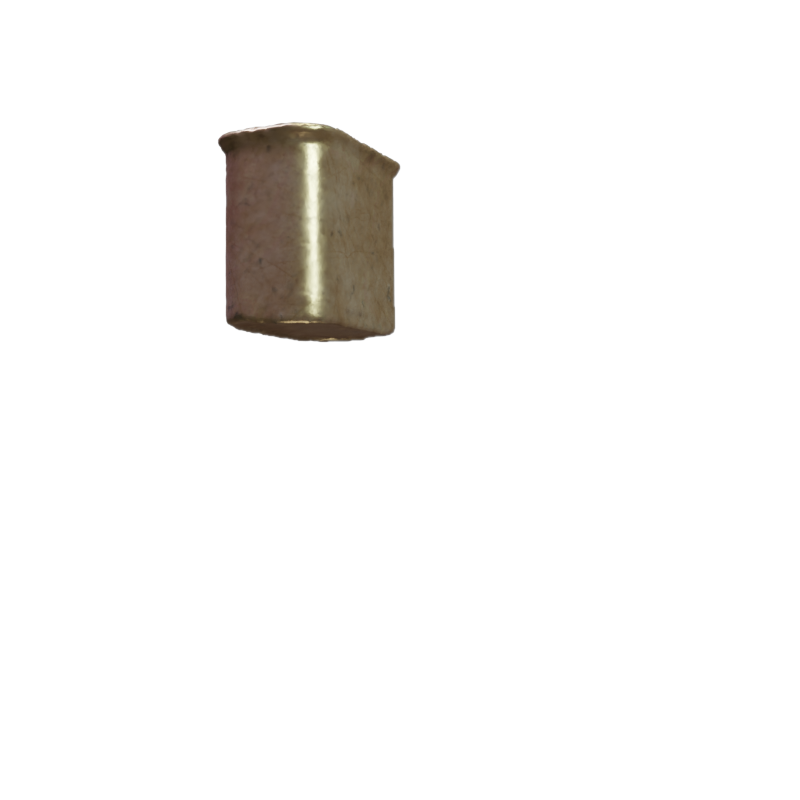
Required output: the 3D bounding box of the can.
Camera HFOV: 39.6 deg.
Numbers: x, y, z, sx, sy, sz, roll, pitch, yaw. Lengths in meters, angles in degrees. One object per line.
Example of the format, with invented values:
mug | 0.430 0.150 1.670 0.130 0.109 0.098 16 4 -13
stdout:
can | -0.039 -0.072 0.504 0.059 0.085 0.098 -4 -6 23
